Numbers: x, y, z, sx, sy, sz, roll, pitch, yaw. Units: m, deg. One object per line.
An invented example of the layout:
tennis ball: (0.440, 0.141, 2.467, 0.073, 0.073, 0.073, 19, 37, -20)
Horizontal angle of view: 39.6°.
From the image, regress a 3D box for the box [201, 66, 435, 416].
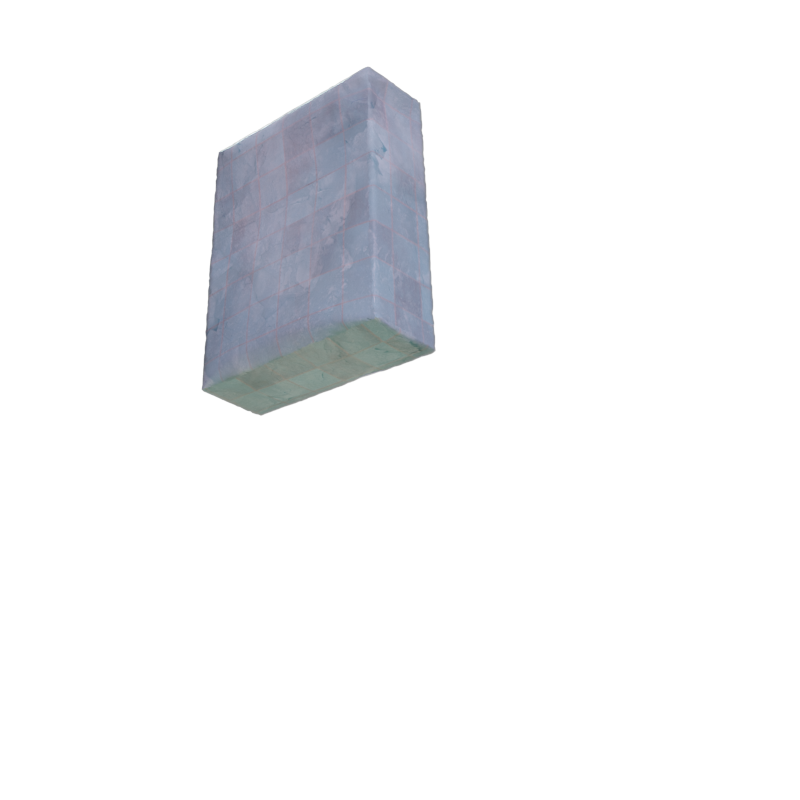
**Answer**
box: (-0.064, -0.116, 0.812, 0.165, 0.227, 0.067, -22, -35, 33)
